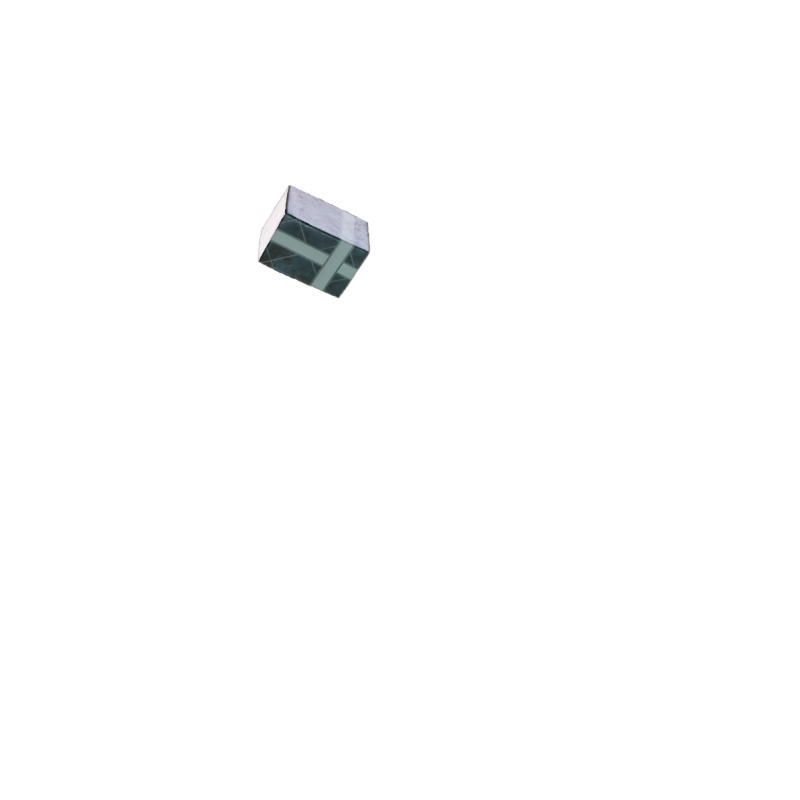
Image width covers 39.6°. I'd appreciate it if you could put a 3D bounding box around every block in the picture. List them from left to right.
[{"bbox_3d":[-0.071,-0.129,0.904,0.075,0.051,0.055,24,30,-17],"label":"block"}]
